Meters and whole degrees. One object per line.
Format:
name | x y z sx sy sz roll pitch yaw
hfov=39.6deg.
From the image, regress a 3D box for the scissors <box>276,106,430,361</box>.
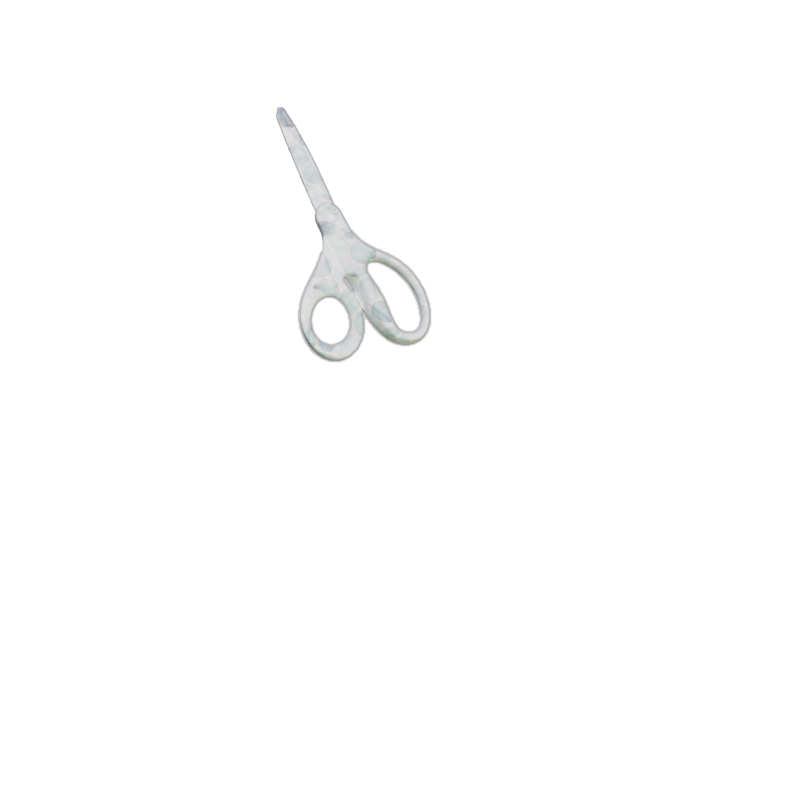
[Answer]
scissors | -0.060 -0.110 0.773 0.096 0.211 0.015 -35 -18 -13
